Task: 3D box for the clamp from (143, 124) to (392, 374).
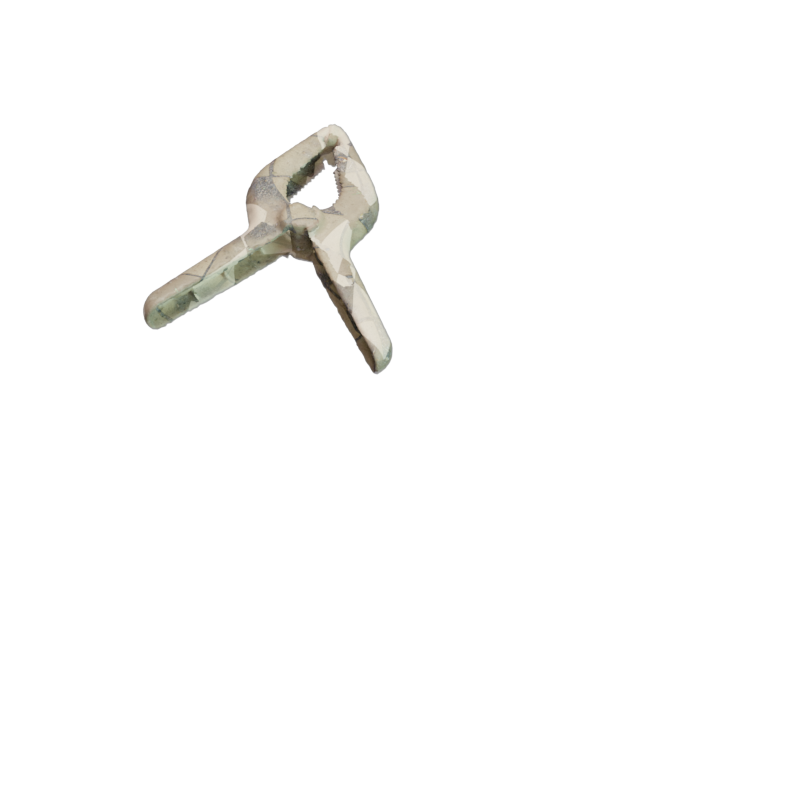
[{"bbox_3d":[-0.060,-0.109,0.765,0.169,0.220,0.034,16,-37,12],"label":"clamp"}]
